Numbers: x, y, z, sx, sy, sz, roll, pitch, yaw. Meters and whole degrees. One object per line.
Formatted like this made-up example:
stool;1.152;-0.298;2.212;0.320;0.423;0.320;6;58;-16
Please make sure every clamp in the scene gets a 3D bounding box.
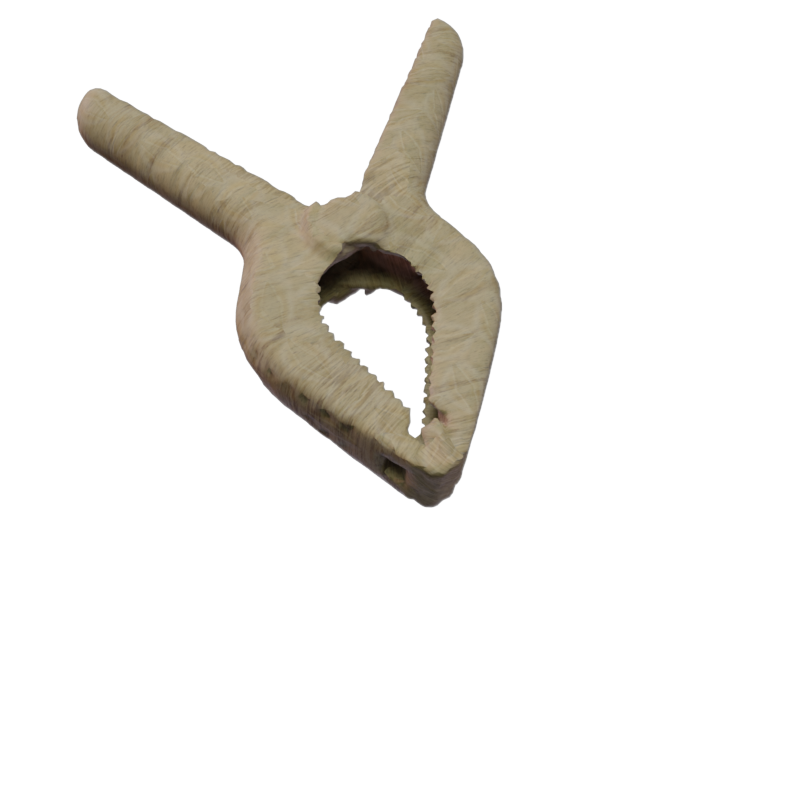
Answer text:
clamp;-0.032;-0.059;0.413;0.163;0.226;0.034;-10;-34;-7
